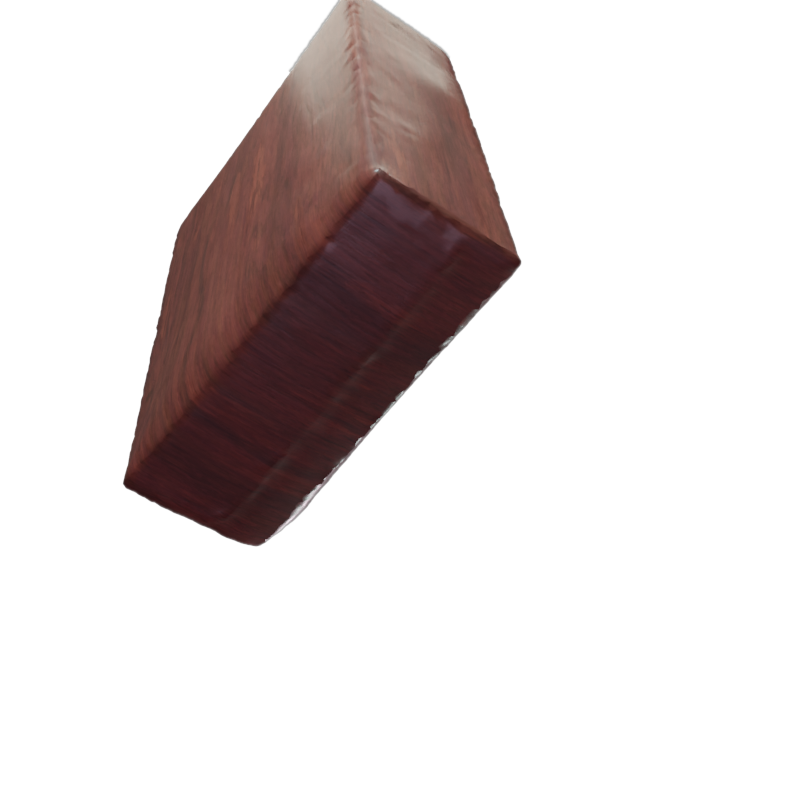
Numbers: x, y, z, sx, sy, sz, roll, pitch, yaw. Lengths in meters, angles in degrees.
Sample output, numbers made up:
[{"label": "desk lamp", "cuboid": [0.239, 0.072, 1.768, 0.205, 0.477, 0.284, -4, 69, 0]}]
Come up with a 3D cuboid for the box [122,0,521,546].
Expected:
[{"label": "box", "cuboid": [-0.038, -0.069, 0.485, 0.069, 0.161, 0.228, 31, 26, -22]}]
